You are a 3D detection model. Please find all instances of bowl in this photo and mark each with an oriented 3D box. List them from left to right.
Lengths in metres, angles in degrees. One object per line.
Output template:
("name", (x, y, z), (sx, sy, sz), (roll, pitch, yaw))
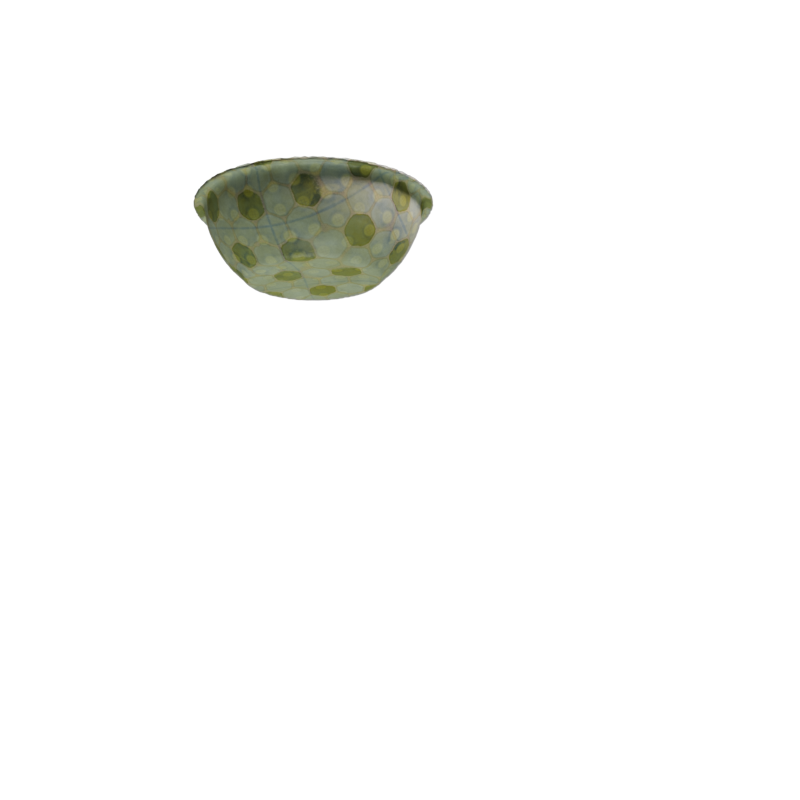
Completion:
("bowl", (-0.058, -0.106, 0.741), (0.162, 0.057, 0.156), (0, -14, -2))
